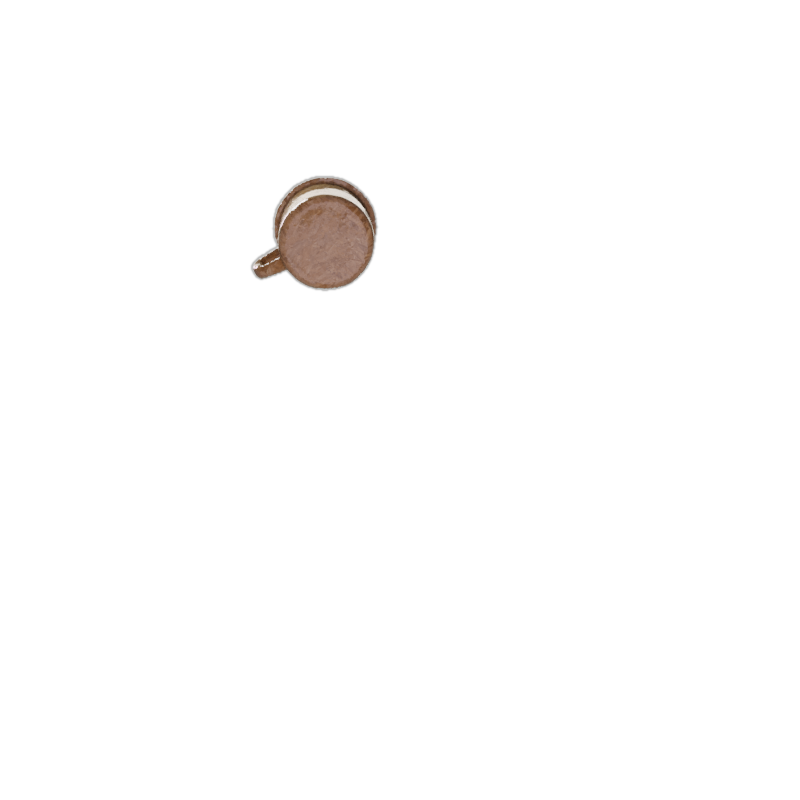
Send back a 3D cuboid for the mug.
[{"bbox_3d":[-0.075,-0.137,0.961,0.117,0.091,0.084,-25,13,4],"label":"mug"}]
